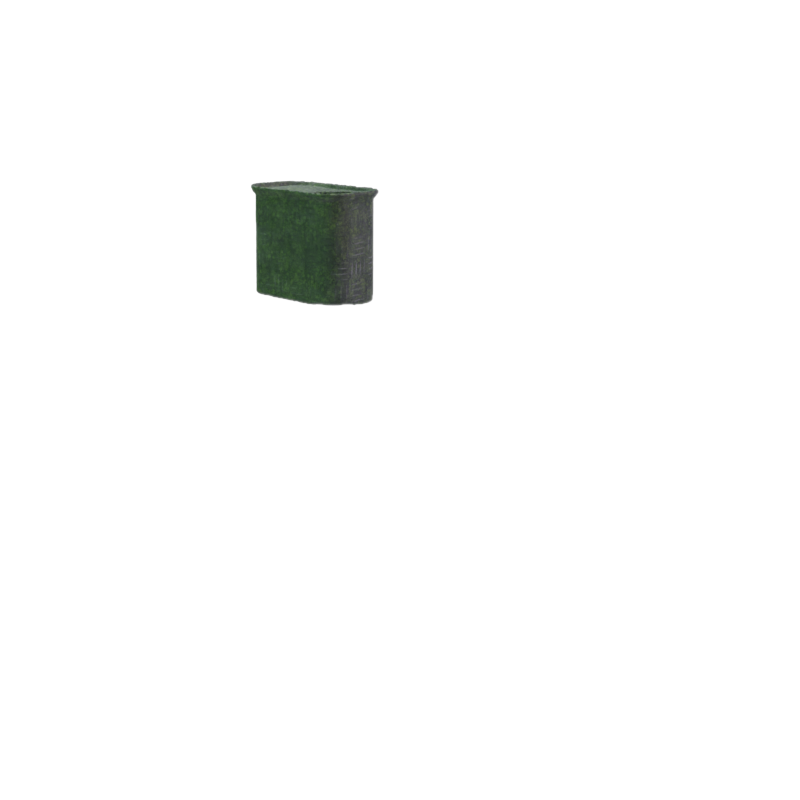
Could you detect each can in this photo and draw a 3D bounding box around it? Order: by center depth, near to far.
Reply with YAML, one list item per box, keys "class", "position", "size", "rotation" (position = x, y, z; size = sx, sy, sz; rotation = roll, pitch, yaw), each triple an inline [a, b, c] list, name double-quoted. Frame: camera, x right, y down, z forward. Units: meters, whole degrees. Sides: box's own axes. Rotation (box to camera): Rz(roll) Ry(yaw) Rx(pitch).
- class: "can"
  position: [-0.065, -0.119, 0.835]
  size: [0.056, 0.082, 0.107]
  rotation: [-10, 17, -44]
